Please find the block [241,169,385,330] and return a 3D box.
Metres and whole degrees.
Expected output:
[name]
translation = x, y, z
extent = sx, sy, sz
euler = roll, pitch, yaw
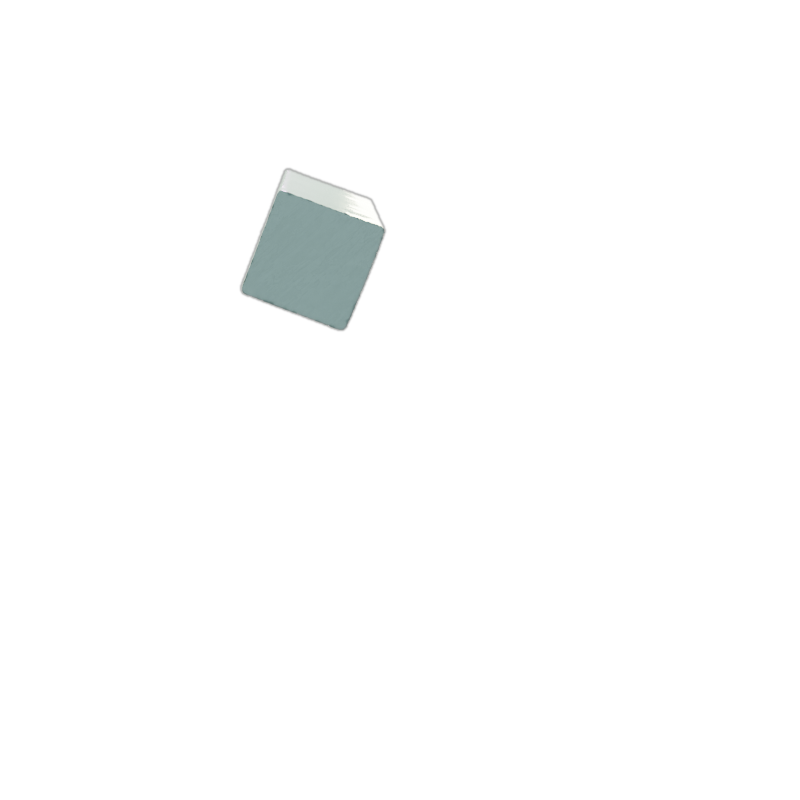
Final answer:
[block]
translation = -0.075, -0.136, 0.958
extent = 0.089, 0.088, 0.213
euler = 20, 13, -9
